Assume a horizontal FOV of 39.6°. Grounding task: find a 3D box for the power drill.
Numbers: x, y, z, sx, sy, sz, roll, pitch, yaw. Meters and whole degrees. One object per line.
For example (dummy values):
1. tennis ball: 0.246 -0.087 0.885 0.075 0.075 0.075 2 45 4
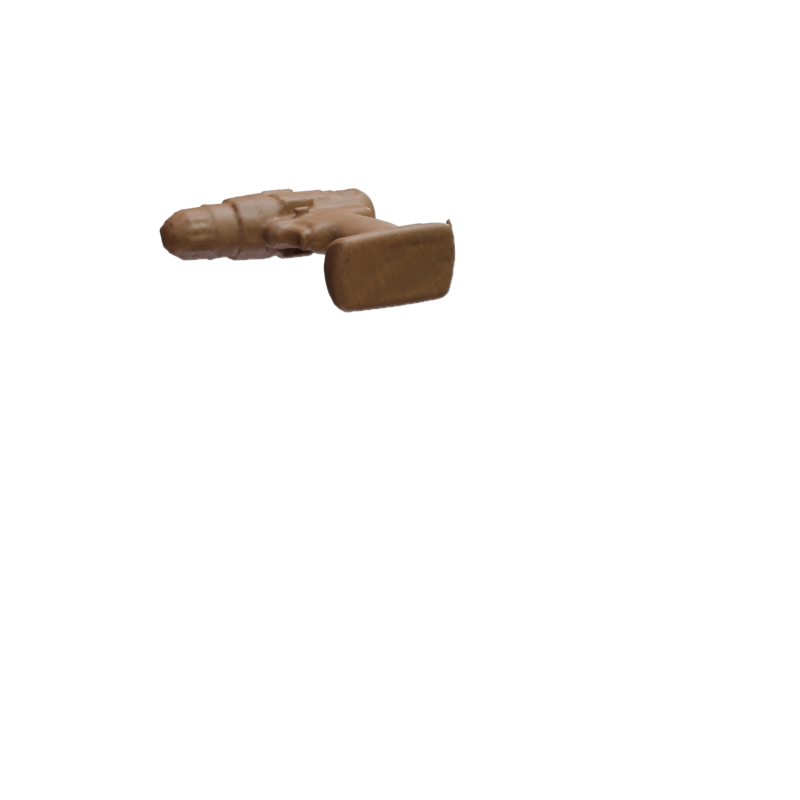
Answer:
1. power drill: -0.065 -0.118 0.827 0.180 0.055 0.200 -14 26 -30
